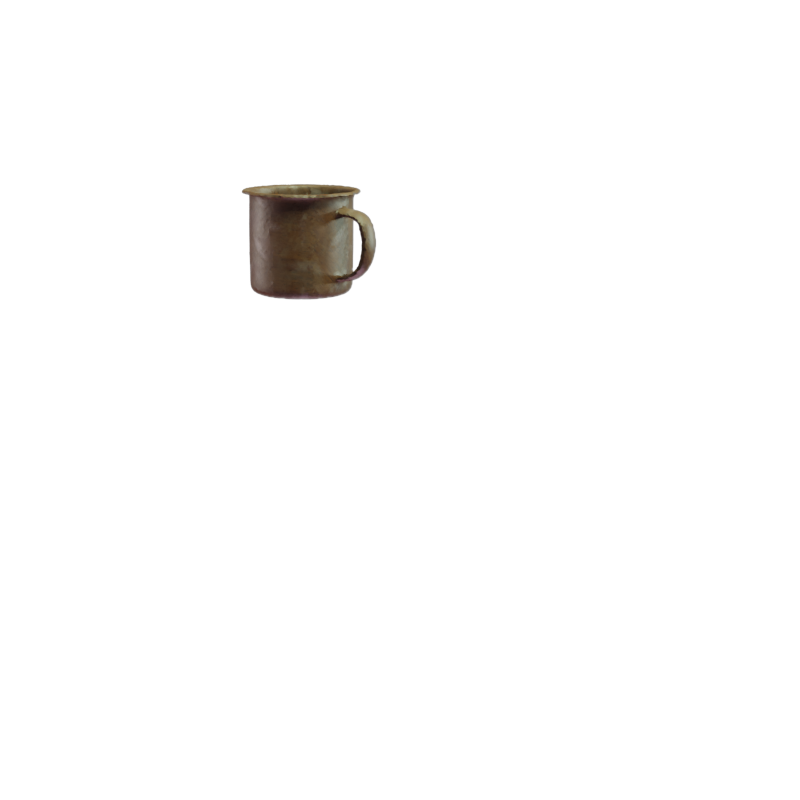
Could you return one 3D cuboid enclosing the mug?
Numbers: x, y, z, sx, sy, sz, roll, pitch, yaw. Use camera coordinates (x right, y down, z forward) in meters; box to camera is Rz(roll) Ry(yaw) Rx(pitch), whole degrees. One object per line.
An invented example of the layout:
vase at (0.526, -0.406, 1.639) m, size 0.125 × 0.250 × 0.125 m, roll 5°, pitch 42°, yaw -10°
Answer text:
mug at (-0.068, -0.124, 0.867) m, size 0.123 × 0.080 × 0.091 m, roll 10°, pitch 16°, yaw 35°
